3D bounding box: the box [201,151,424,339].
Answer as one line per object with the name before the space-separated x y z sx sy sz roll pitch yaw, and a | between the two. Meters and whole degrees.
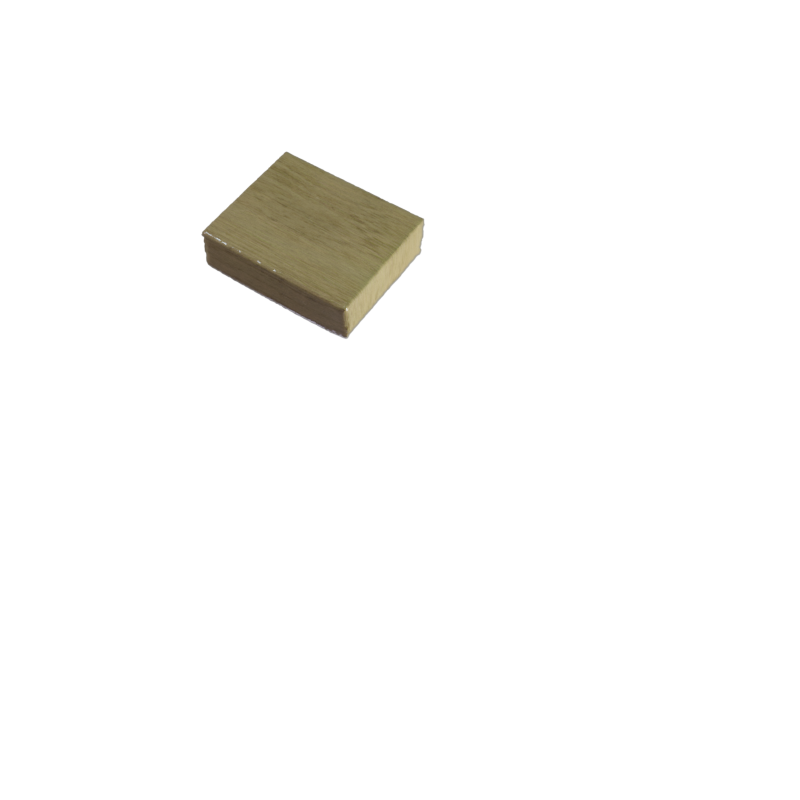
box | -0.055 -0.101 0.707 0.119 0.092 0.036 29 -32 20
